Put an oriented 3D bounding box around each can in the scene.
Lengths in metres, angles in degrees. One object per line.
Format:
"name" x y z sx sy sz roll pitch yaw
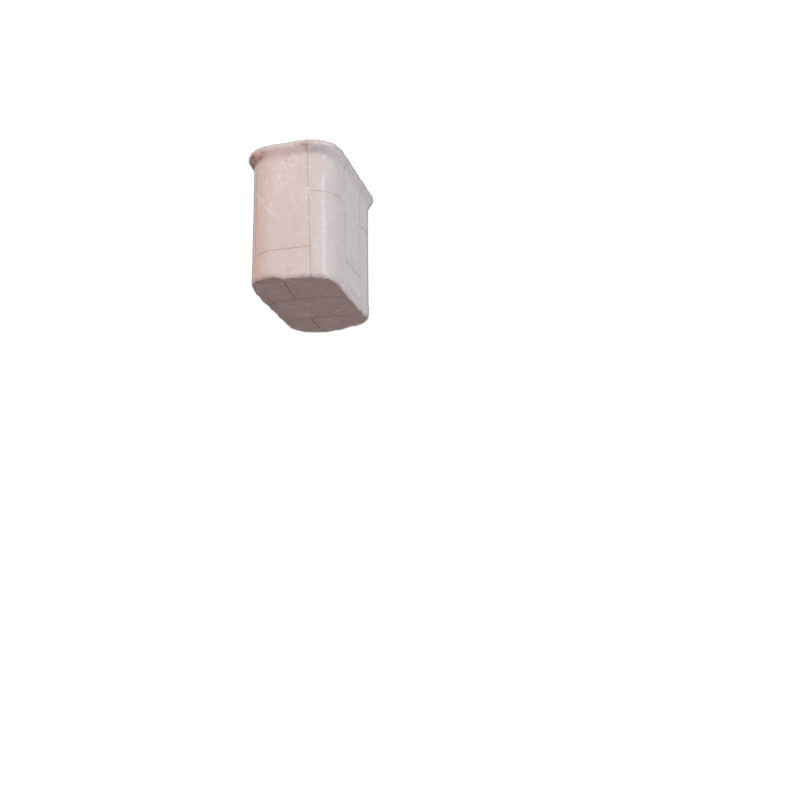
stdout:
"can" -0.052 -0.095 0.665 0.058 0.088 0.096 -6 -19 14
